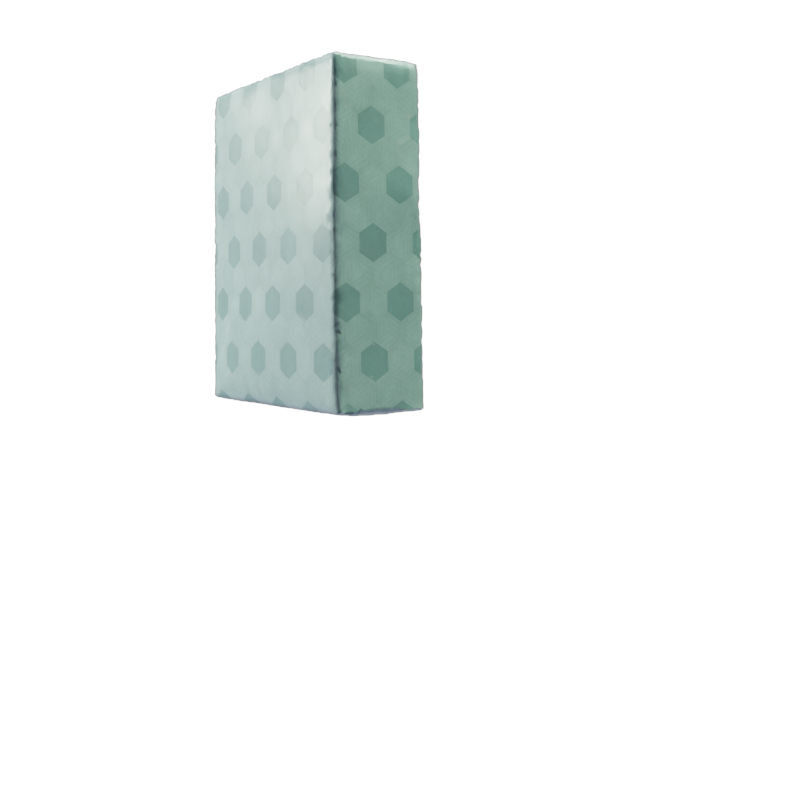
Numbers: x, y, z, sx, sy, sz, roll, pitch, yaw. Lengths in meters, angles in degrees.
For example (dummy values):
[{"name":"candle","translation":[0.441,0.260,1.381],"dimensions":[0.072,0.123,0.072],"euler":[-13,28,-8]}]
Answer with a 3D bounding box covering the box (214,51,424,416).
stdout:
[{"name":"box","translation":[-0.057,-0.104,0.725],"dimensions":[0.069,0.215,0.169],"euler":[2,-2,-34]}]
